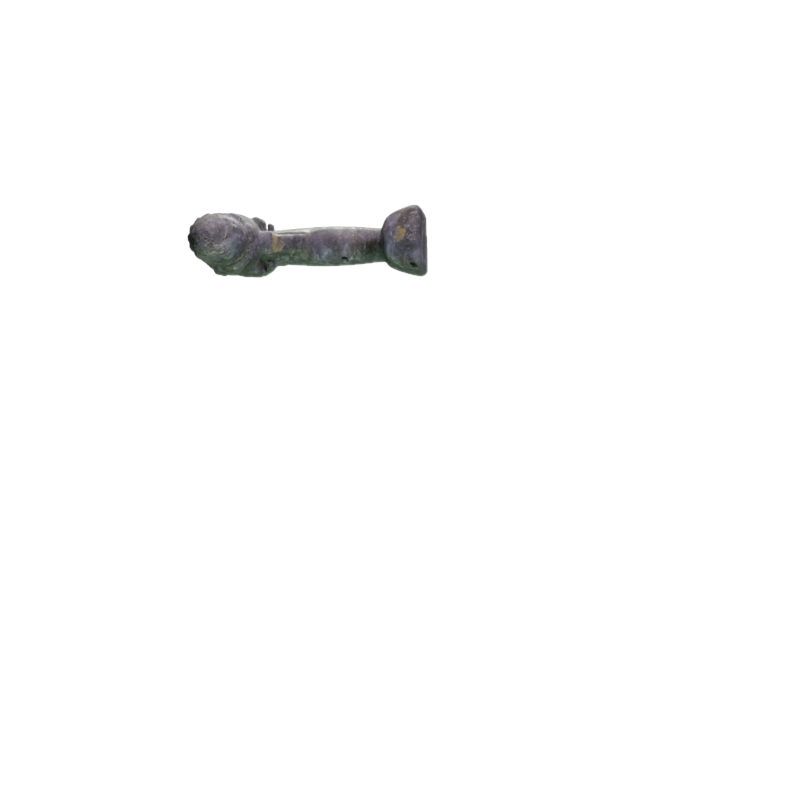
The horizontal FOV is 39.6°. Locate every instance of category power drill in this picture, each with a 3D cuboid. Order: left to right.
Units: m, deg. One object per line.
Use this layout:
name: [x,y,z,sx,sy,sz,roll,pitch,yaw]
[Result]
power drill: [-0.073,-0.134,0.936,0.190,0.057,0.182,1,4,8]
